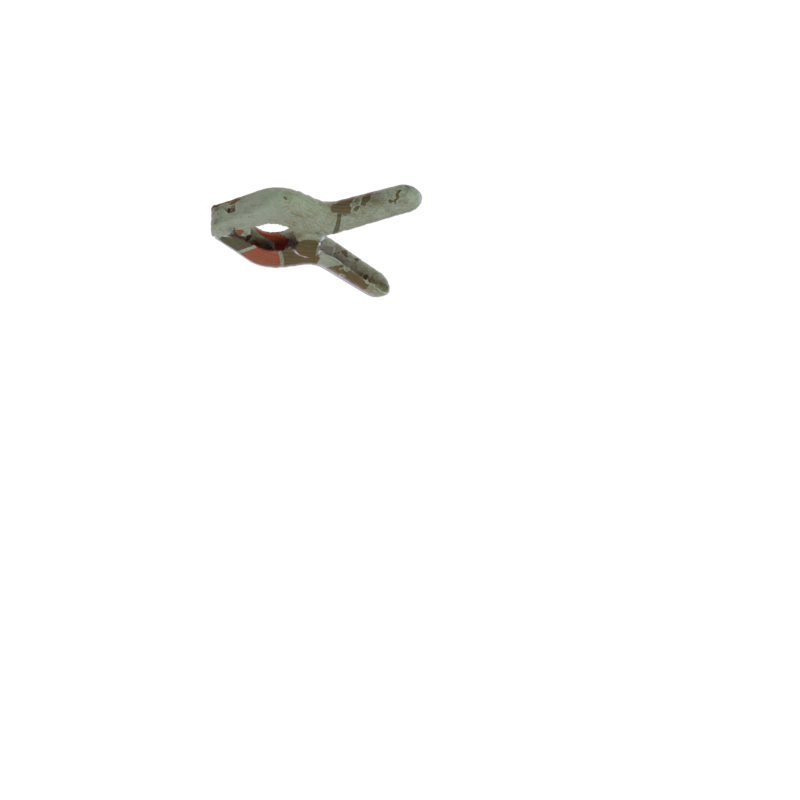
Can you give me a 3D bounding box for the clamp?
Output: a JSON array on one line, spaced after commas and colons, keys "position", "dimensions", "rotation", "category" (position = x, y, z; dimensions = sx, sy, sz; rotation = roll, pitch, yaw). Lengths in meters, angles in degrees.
[{"position": [-0.073, -0.133, 0.929], "dimensions": [0.171, 0.112, 0.042], "rotation": [3, 41, -2], "category": "clamp"}]
